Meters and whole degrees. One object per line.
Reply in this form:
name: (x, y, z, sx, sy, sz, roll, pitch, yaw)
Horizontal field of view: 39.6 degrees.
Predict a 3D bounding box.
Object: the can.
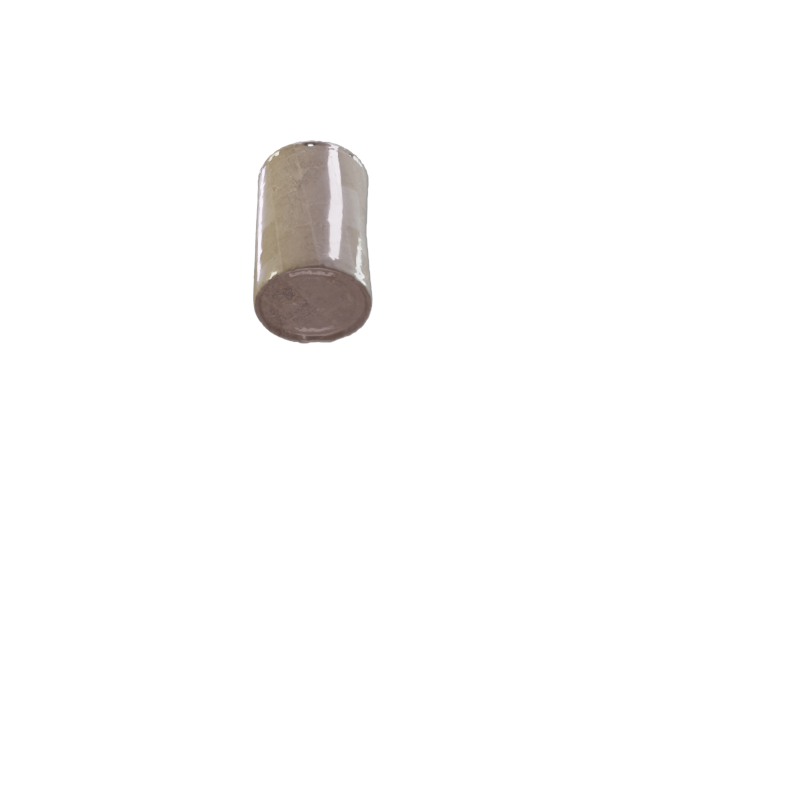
can: (-0.050, -0.092, 0.643, 0.068, 0.110, 0.064, -1, -40, -3)
